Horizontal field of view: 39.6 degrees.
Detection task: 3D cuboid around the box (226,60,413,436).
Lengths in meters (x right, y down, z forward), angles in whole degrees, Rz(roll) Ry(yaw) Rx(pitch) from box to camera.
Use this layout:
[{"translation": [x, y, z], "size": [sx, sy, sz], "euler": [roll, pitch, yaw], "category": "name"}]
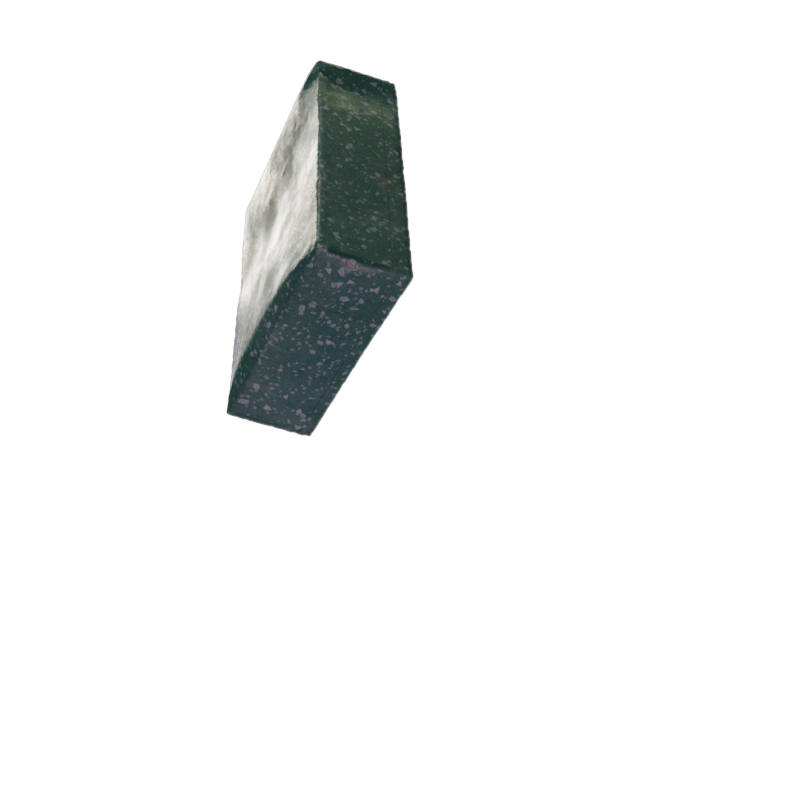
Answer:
[{"translation": [-0.061, -0.111, 0.779], "size": [0.069, 0.230, 0.158], "euler": [17, -48, -20], "category": "box"}]
